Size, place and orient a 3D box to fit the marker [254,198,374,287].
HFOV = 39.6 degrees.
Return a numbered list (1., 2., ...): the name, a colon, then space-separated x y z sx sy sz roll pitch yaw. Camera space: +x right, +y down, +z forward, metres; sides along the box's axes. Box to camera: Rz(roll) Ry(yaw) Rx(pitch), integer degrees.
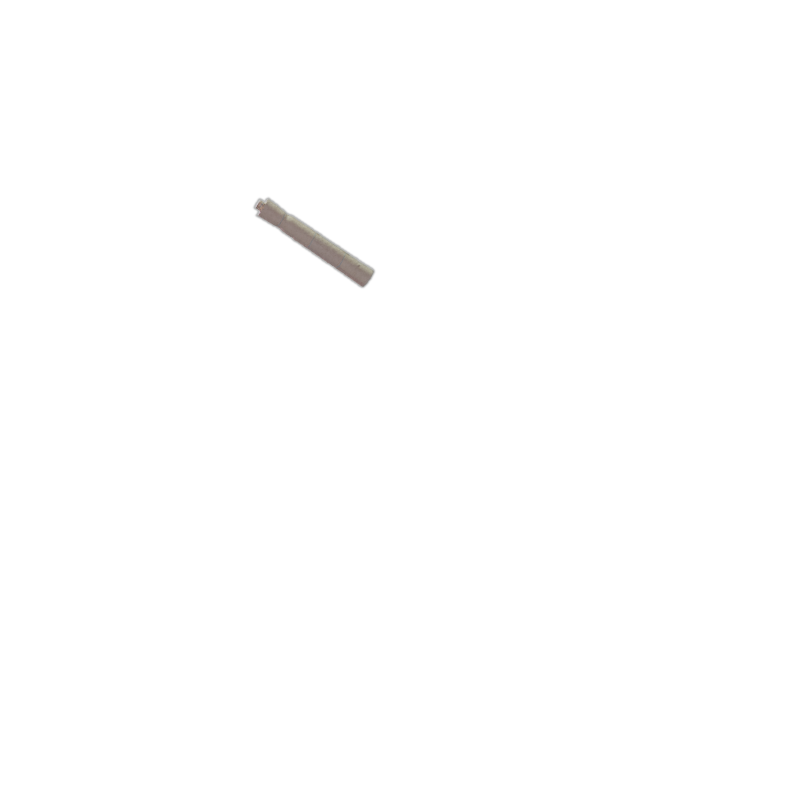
1. marker: -0.077 -0.141 0.988 0.119 0.020 0.020 34 -2 -7
